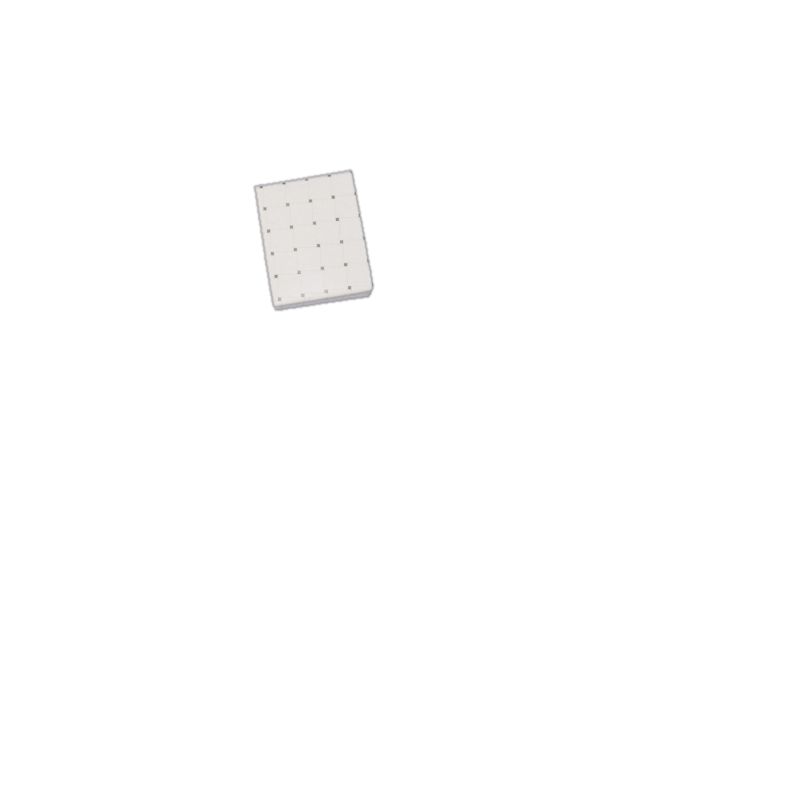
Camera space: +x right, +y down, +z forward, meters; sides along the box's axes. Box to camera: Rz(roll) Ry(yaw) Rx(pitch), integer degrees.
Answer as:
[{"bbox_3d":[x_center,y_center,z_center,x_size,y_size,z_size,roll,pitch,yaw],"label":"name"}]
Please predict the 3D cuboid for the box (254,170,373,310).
[{"bbox_3d":[-0.078,-0.142,0.996,0.090,0.117,0.038,-10,-12,-3],"label":"box"}]
